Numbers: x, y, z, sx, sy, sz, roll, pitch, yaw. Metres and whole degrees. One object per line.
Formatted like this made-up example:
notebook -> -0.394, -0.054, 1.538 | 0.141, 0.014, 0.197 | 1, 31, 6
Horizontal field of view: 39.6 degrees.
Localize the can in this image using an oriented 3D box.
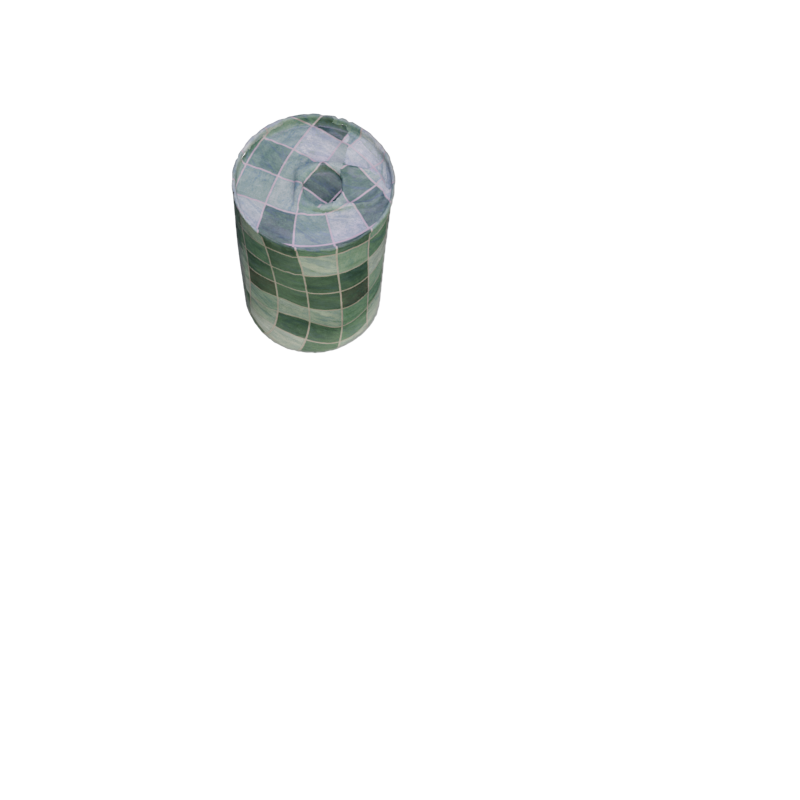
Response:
can -> -0.039, -0.071, 0.501 | 0.068, 0.073, 0.096 | 0, -26, -3
